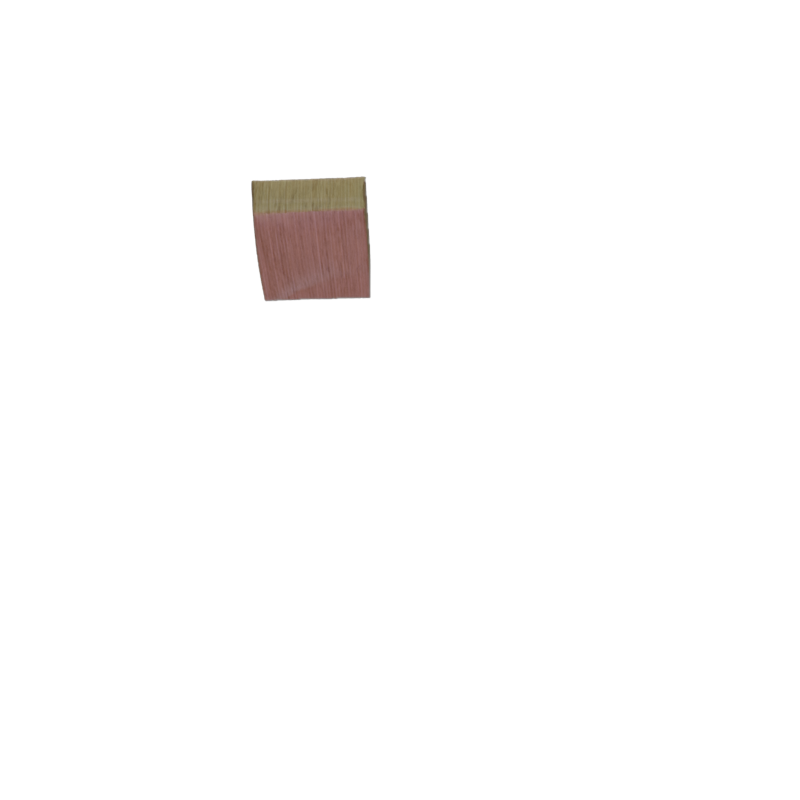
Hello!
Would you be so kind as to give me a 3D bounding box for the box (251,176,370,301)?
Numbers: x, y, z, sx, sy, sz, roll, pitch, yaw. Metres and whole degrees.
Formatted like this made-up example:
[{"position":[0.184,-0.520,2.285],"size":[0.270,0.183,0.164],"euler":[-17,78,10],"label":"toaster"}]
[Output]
[{"position":[-0.069,-0.126,0.882],"size":[0.090,0.042,0.106],"euler":[-1,-35,1],"label":"box"}]
